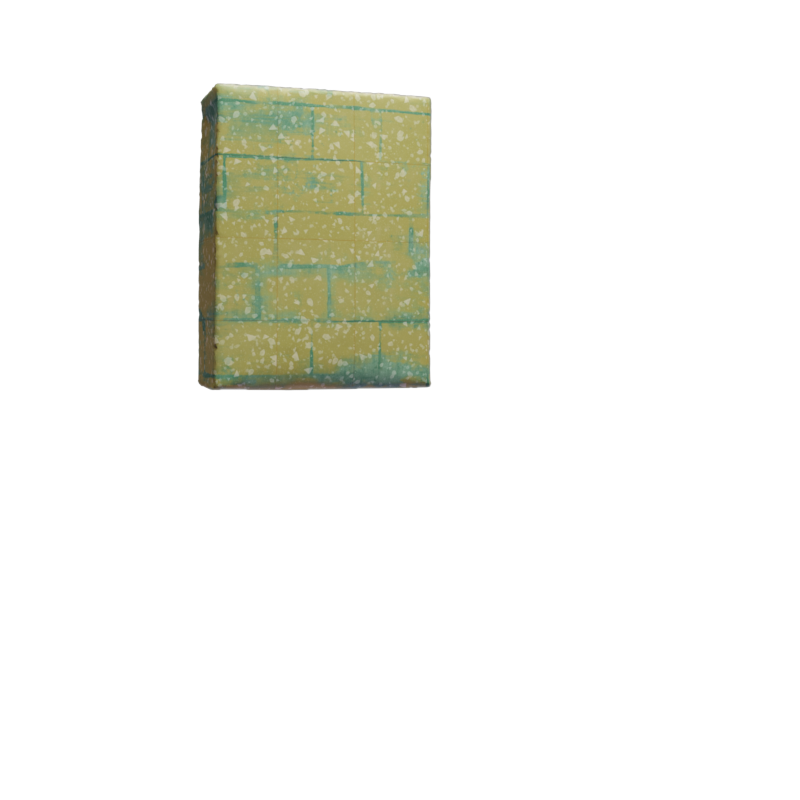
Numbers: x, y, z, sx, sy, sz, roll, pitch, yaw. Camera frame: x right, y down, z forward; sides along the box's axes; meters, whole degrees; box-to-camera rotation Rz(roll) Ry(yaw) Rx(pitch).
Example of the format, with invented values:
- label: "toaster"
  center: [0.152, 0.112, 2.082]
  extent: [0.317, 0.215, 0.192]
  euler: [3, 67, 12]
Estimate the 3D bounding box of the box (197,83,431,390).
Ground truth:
- label: "box"
  center: [-0.064, -0.116, 0.812]
  extent: [0.160, 0.216, 0.073]
  euler: [0, -3, -19]
